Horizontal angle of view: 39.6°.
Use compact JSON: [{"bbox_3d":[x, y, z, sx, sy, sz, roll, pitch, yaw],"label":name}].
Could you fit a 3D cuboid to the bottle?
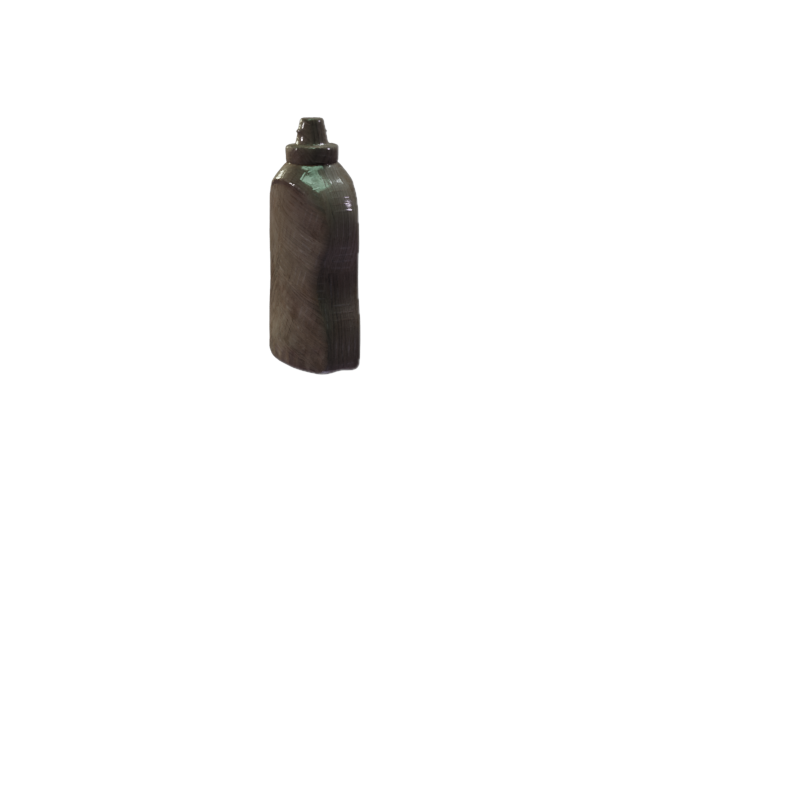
[{"bbox_3d":[-0.068,-0.123,0.860,0.057,0.187,0.101,-6,14,-29],"label":"bottle"}]
